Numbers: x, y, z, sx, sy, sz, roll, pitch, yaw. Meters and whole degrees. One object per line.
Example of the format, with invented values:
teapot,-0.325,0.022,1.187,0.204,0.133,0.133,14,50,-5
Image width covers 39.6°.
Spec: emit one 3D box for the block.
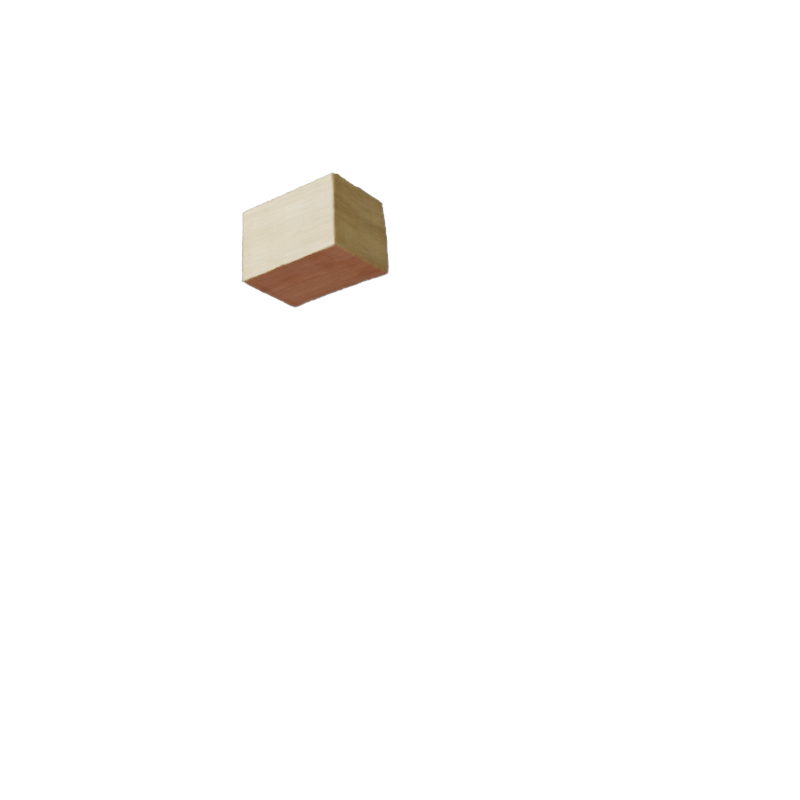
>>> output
block,-0.054,-0.098,0.688,0.079,0.054,0.049,-17,-28,34
